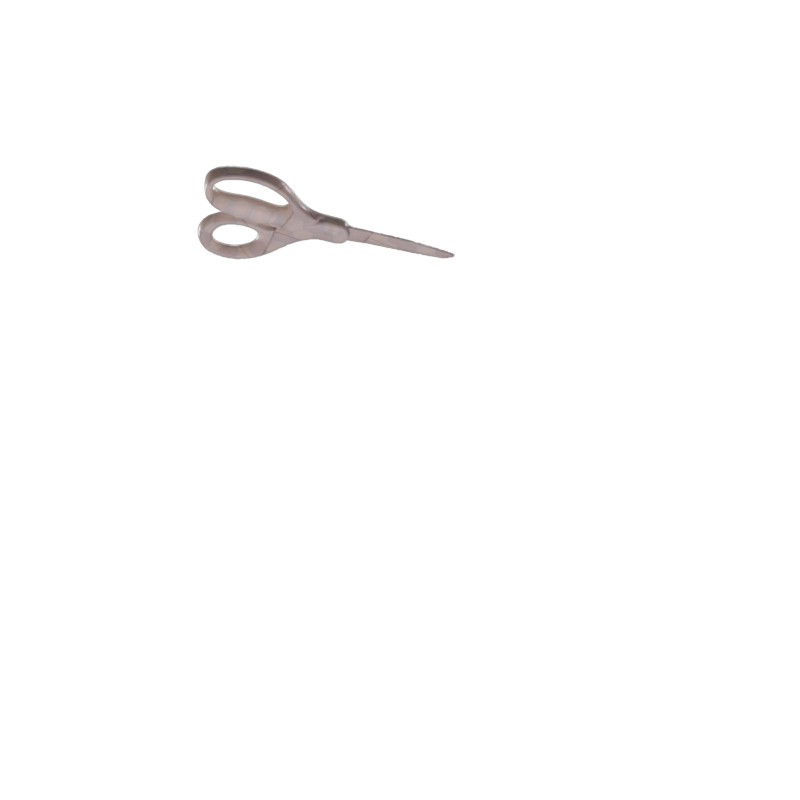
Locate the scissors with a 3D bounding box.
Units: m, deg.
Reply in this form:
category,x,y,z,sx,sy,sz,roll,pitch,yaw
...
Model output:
category,x,y,z,sx,sy,sz,roll,pitch,yaw
scissors,-0.066,-0.121,0.846,0.192,0.017,0.094,22,-43,-26
